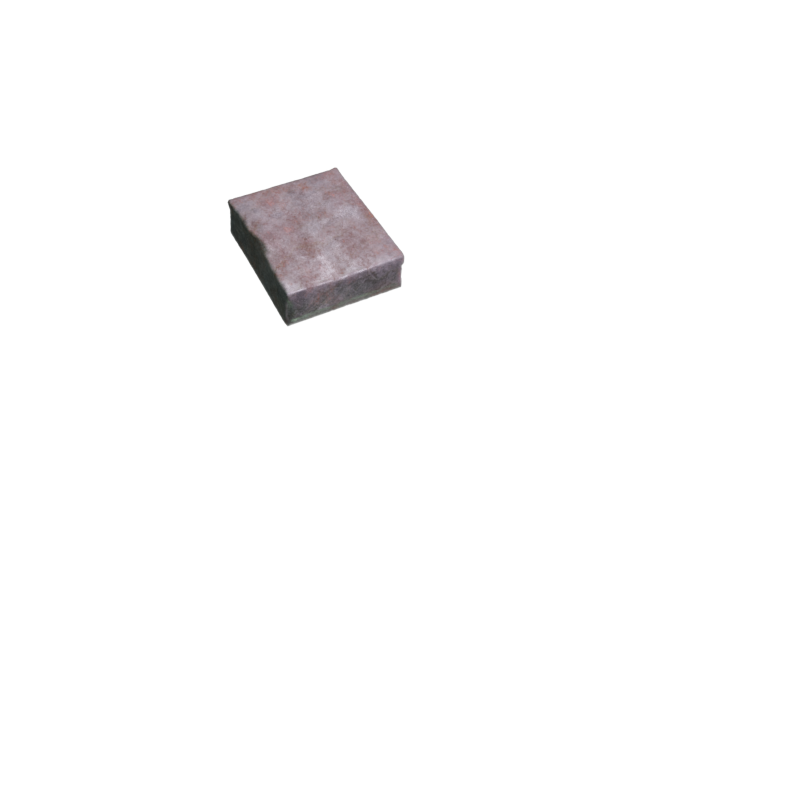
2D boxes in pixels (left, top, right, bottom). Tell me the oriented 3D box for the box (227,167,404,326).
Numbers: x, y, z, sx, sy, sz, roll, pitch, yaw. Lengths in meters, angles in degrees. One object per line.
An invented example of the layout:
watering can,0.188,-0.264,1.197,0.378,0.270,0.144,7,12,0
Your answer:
box,-0.050,-0.092,0.643,0.072,0.028,0.097,-20,51,-18
